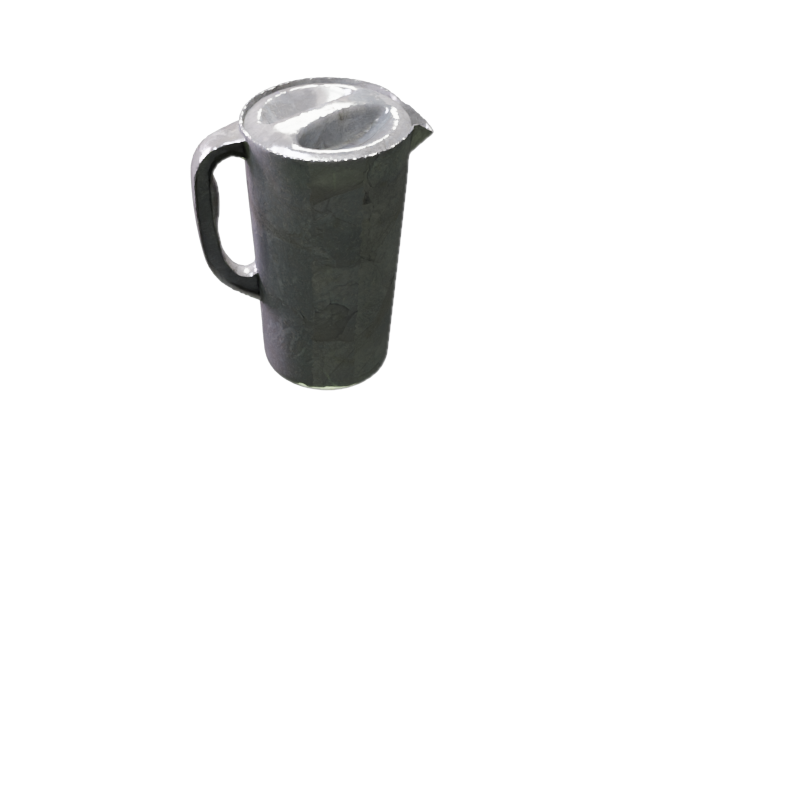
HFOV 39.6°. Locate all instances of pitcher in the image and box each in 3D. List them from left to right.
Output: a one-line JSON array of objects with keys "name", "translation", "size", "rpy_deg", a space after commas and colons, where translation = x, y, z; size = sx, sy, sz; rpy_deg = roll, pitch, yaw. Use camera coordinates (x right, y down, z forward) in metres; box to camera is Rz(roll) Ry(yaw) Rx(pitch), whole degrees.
[{"name": "pitcher", "translation": [-0.071, -0.129, 0.901], "size": [0.156, 0.227, 0.148], "rpy_deg": [21, 42, 23]}]
